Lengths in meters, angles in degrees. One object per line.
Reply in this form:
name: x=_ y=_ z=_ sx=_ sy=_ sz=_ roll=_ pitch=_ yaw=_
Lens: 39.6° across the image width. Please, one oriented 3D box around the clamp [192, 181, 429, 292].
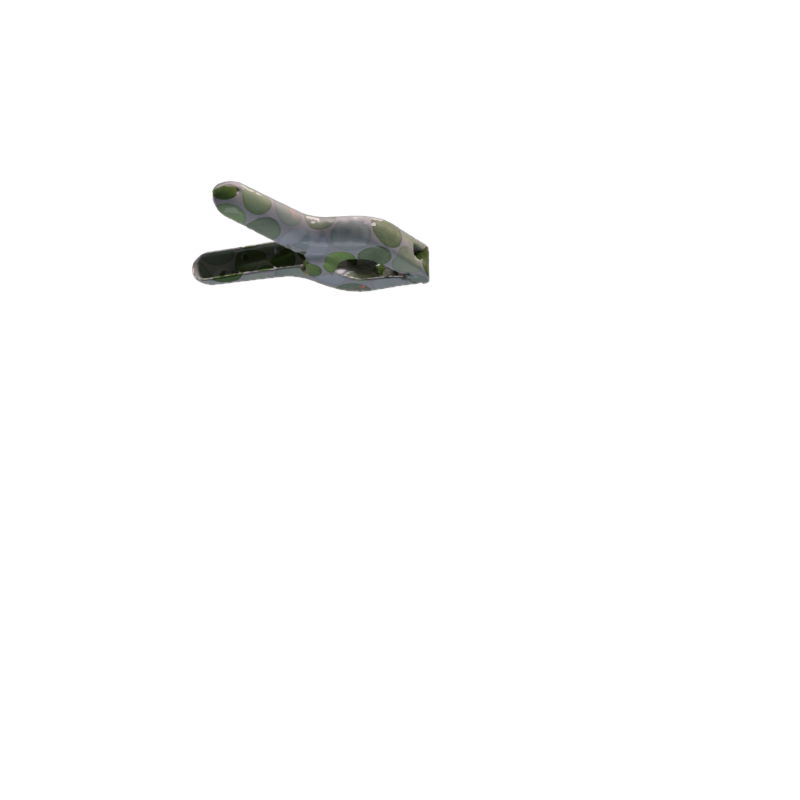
clamp: x=-0.060 y=-0.110 z=0.773 sx=0.170 sy=0.041 sz=0.115 roll=1 pitch=-17 yaw=-5
